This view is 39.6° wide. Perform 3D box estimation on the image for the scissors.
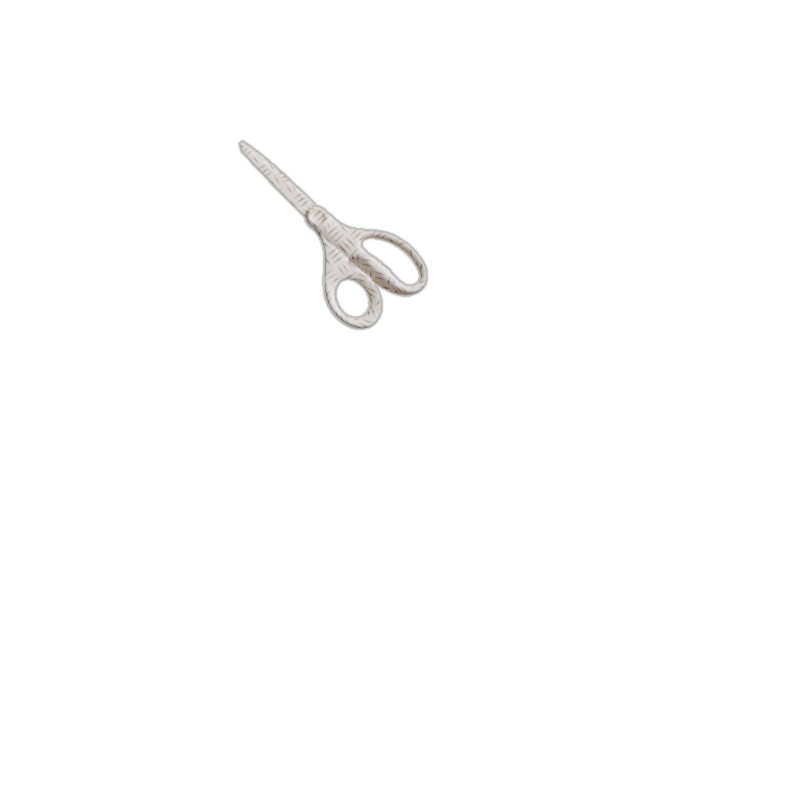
[{"bbox_3d":[-0.074,-0.135,0.944,0.206,0.098,0.015,30,-14,8],"label":"scissors"}]
